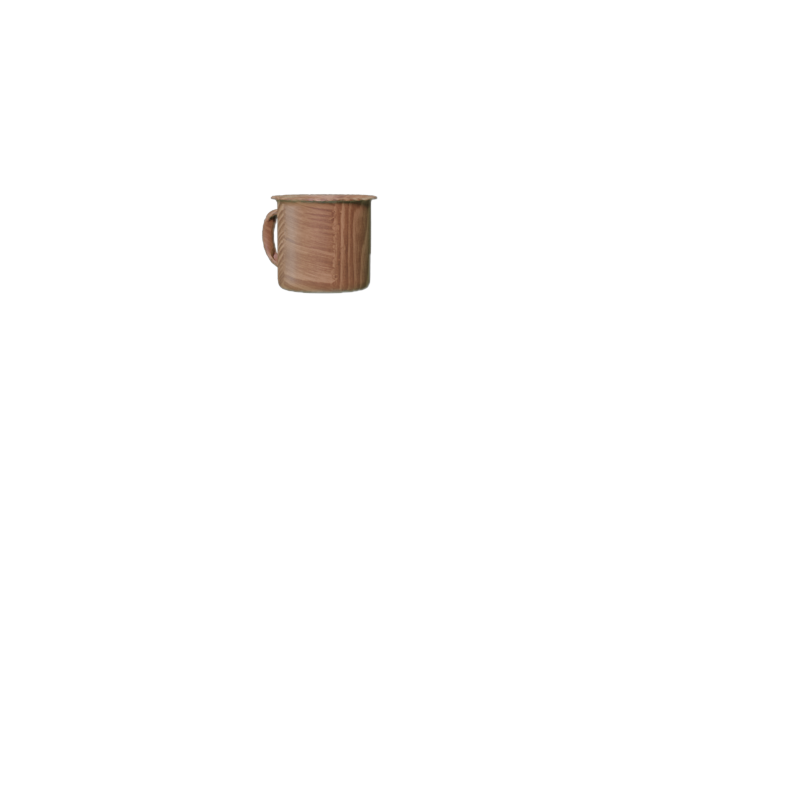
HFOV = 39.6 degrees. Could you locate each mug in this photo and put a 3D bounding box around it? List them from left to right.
[{"bbox_3d":[-0.076,-0.139,0.975,0.122,0.080,0.091,8,12,36],"label":"mug"}]
